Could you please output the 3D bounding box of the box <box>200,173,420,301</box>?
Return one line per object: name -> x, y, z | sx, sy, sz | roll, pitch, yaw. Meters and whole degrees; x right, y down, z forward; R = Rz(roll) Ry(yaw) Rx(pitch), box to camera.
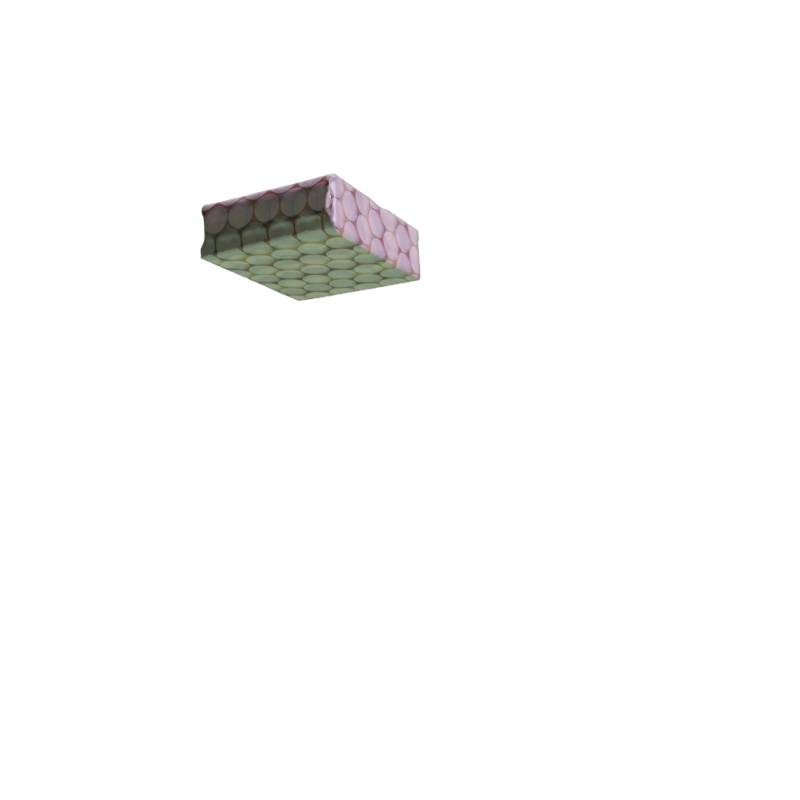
box -> -0.042, -0.077, 0.538 | 0.075, 0.031, 0.084 | -8, -16, 29
